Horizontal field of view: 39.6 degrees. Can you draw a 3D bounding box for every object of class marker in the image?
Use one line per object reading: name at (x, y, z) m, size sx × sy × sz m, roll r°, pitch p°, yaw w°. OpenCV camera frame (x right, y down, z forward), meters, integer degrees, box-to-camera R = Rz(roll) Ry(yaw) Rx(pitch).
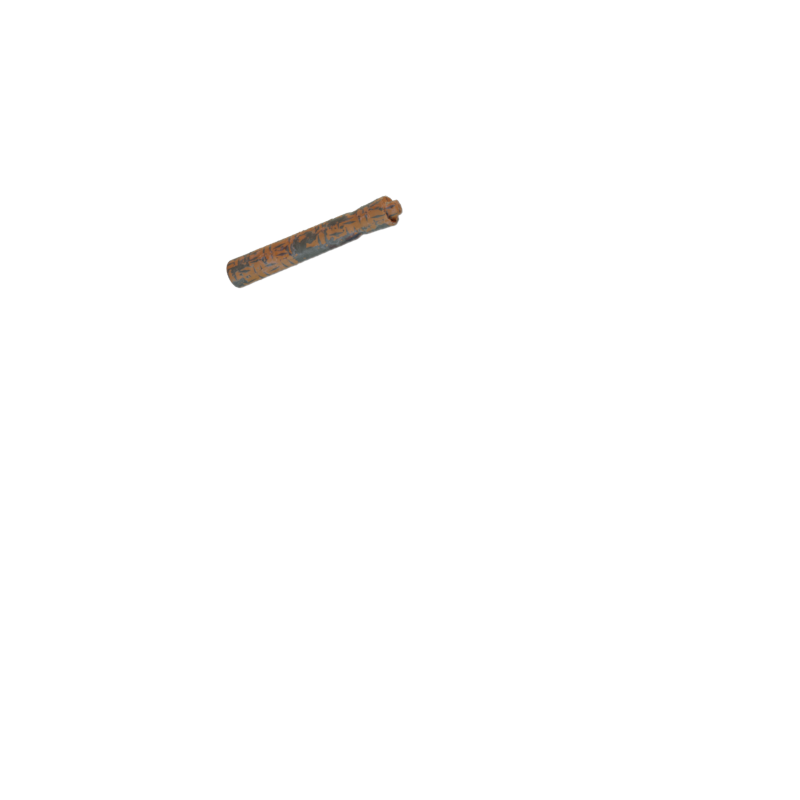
marker at (-0.052, -0.096, 0.670) m, size 0.122 × 0.020 × 0.019 m, roll -18°, pitch -5°, yaw 27°
